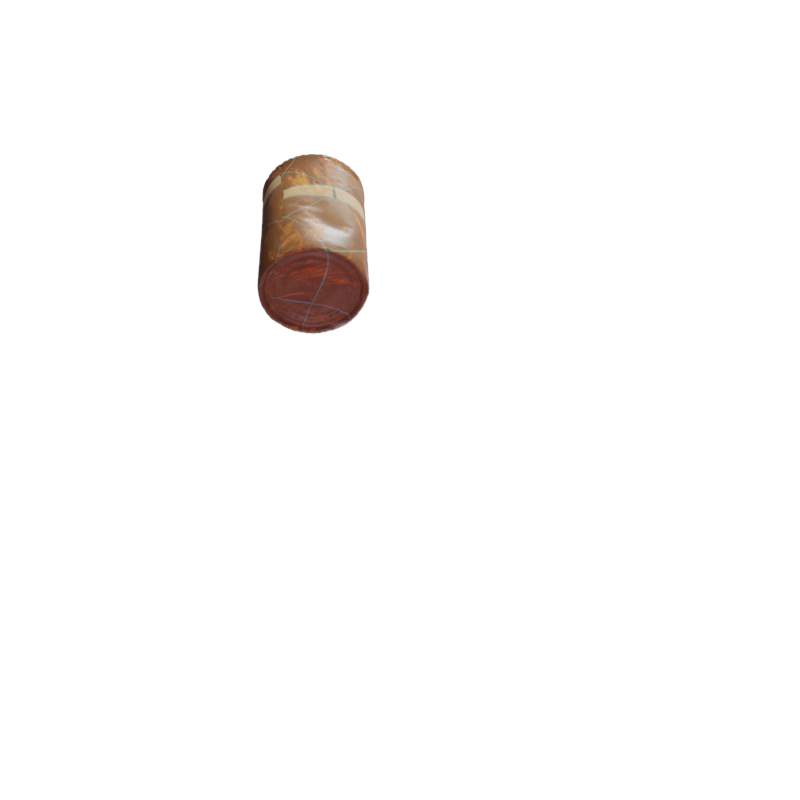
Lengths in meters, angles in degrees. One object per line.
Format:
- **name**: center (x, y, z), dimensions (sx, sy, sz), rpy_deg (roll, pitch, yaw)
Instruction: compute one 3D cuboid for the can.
- **can**: center (-0.054, -0.099, 0.695), dimensions (0.068, 0.064, 0.110), rpy_deg (-1, 40, -3)
